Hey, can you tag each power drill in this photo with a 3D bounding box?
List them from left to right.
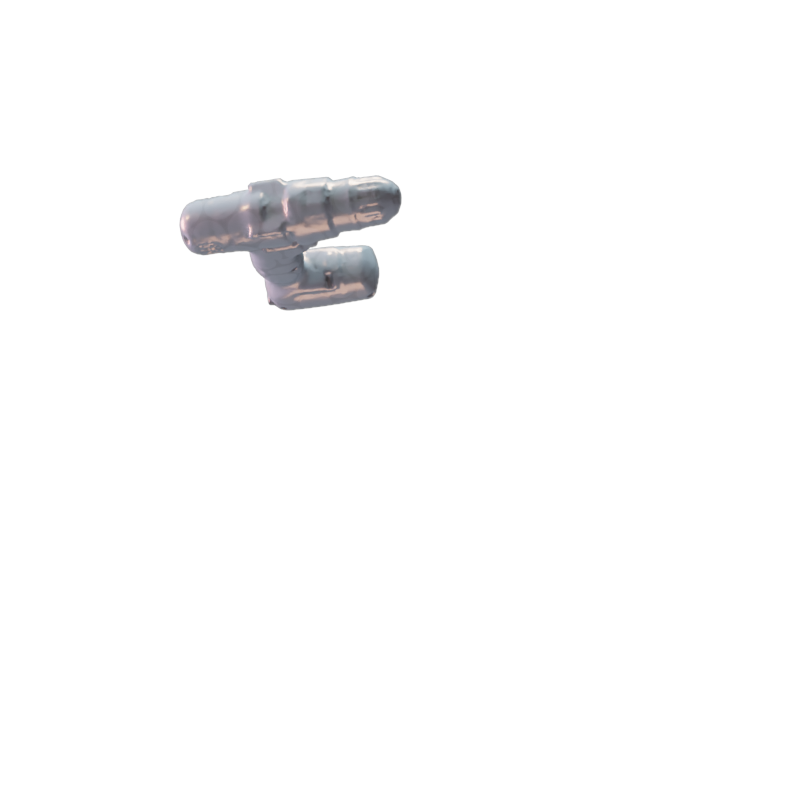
[{"bbox_3d":[-0.075,-0.137,0.957,0.187,0.060,0.177,-4,-17,14],"label":"power drill"}]
